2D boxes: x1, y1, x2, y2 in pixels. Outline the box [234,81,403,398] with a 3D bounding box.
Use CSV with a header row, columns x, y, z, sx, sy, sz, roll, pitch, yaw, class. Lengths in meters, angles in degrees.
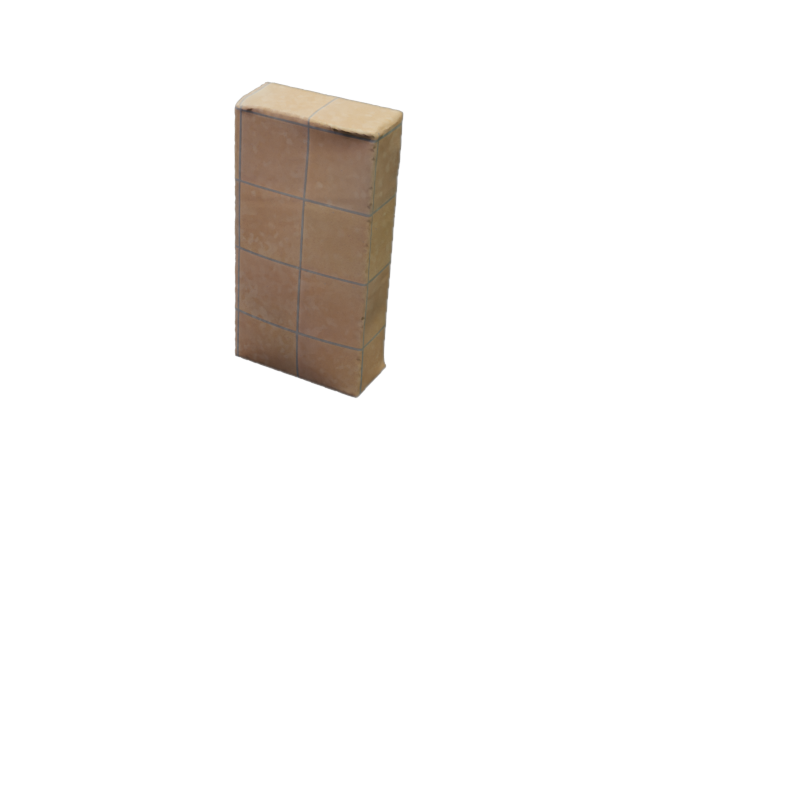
x,y,z,sx,sy,sz,roll,pitch,yaw,class
-0.052,-0.095,0.666,0.097,0.165,0.049,18,35,23,box
